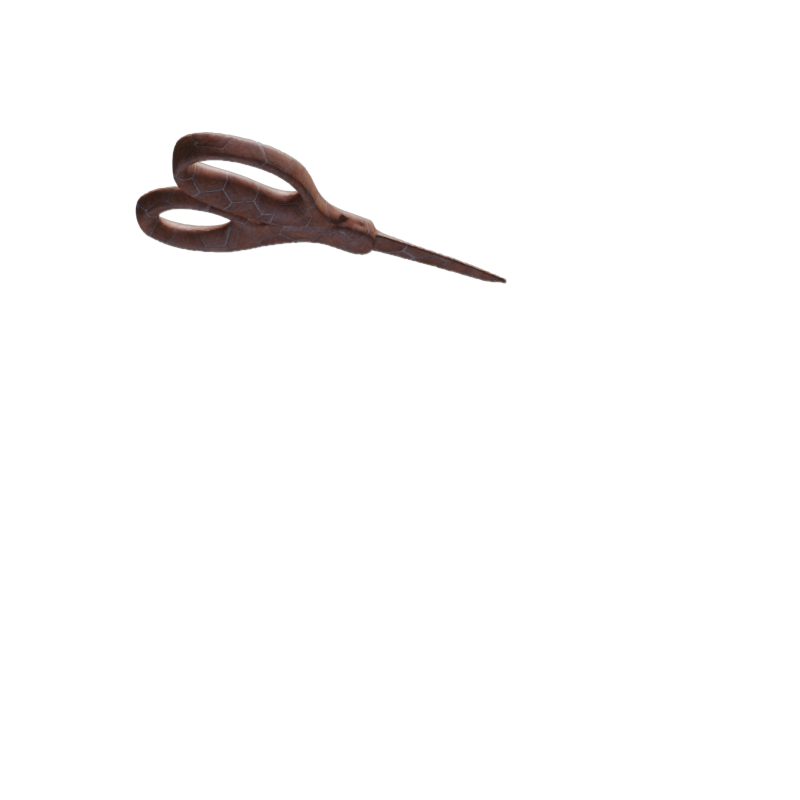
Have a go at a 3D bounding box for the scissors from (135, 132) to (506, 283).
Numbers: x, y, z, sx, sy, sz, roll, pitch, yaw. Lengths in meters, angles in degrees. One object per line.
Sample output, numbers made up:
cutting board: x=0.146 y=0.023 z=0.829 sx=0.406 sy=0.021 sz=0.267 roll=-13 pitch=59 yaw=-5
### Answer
scissors: x=-0.042 y=-0.077 z=0.538 sx=0.097 sy=0.017 sz=0.189 roll=-16 pitch=-26 yaw=36
